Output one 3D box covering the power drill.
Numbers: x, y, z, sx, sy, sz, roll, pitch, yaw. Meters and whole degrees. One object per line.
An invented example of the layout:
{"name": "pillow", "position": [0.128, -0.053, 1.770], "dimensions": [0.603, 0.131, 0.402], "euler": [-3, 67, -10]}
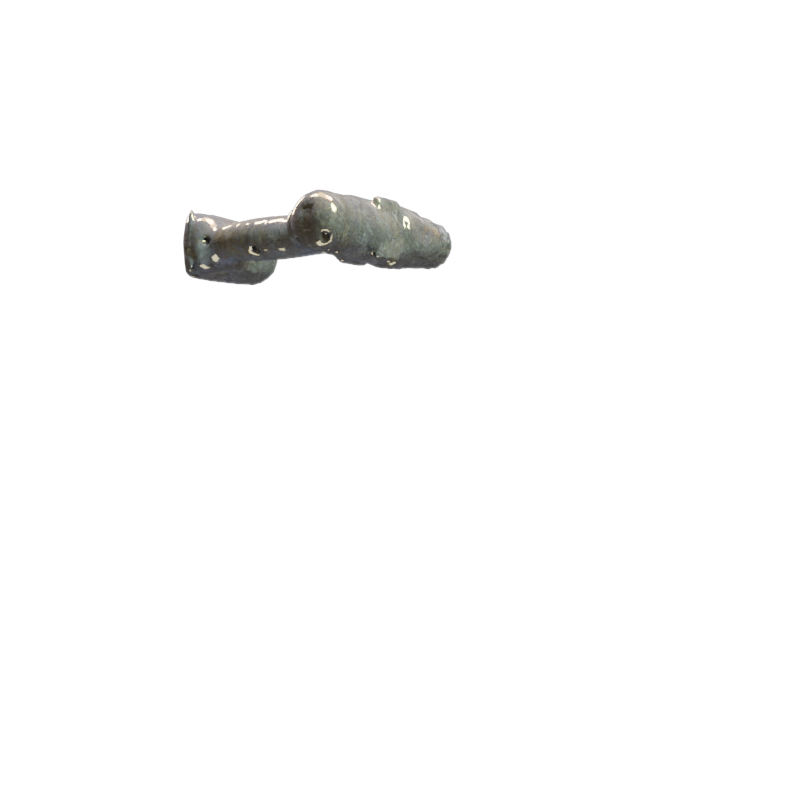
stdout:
{"name": "power drill", "position": [-0.072, -0.132, 0.925], "dimensions": [0.193, 0.059, 0.175], "euler": [-3, -5, 36]}
